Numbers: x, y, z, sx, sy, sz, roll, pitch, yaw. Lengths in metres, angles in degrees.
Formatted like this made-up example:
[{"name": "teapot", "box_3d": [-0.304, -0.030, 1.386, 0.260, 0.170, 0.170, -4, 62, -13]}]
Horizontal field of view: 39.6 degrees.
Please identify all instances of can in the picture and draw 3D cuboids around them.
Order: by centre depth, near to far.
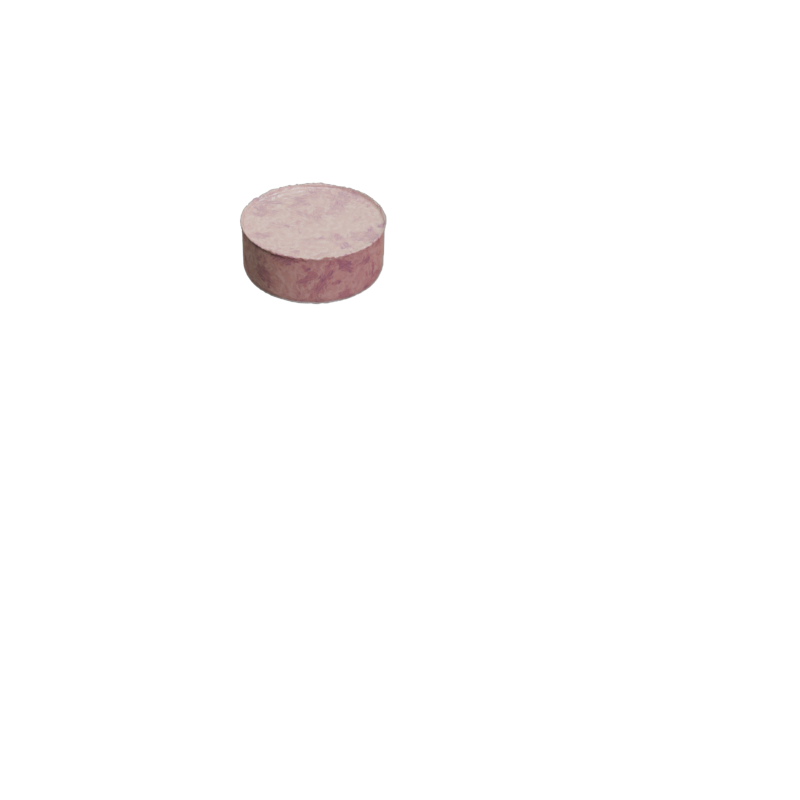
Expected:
[{"name": "can", "box_3d": [-0.051, -0.094, 0.658, 0.086, 0.031, 0.092, -1, 37, -2]}]
